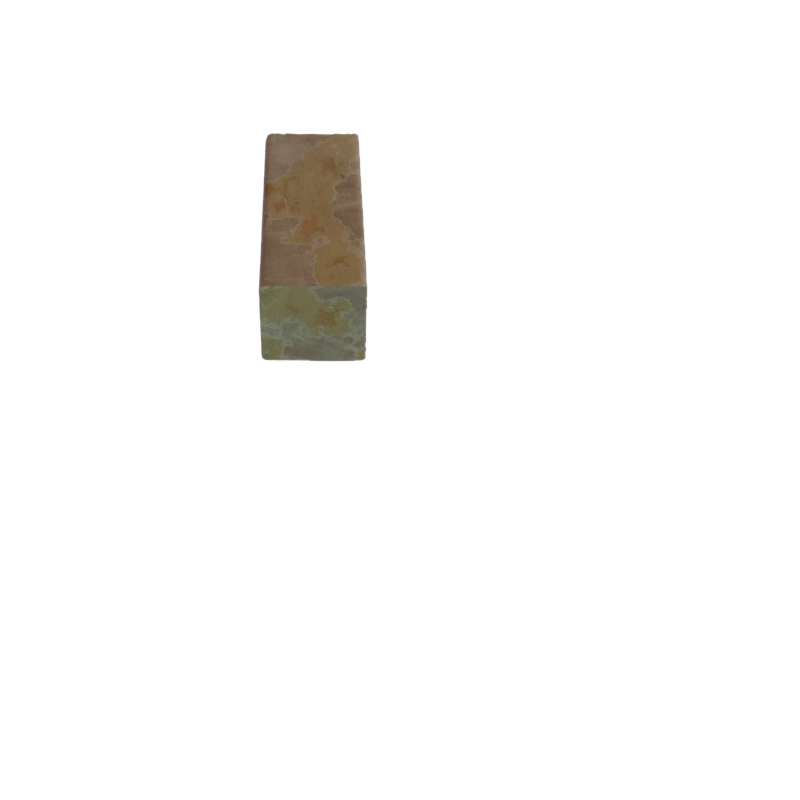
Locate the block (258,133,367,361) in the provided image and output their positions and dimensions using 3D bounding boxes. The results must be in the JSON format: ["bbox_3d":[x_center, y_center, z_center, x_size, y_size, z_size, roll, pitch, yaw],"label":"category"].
[{"bbox_3d":[-0.078,-0.141,0.988,0.090,0.221,0.084,-1,-44,-3],"label":"block"}]
